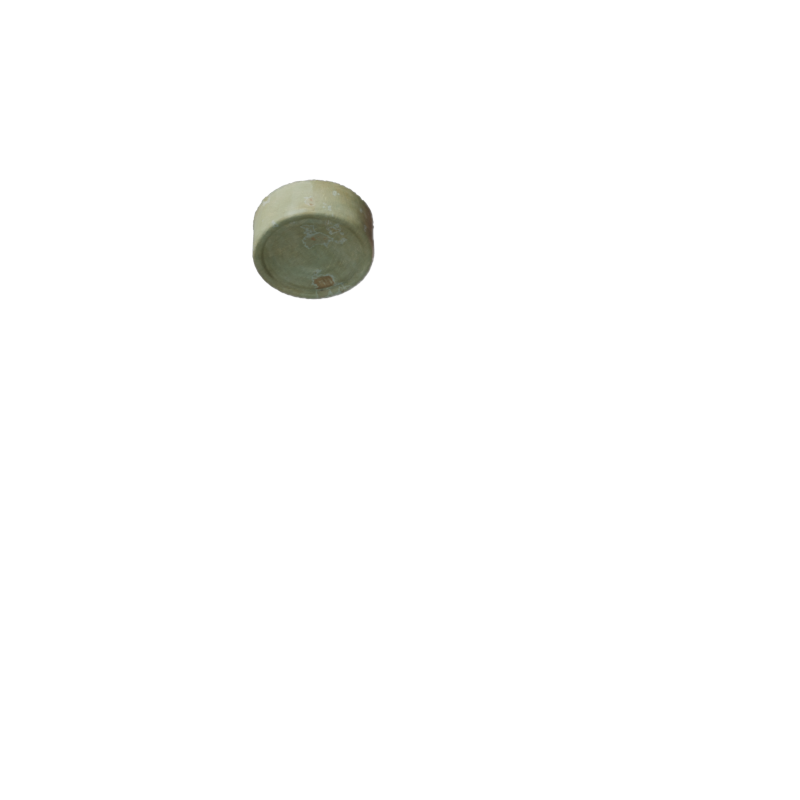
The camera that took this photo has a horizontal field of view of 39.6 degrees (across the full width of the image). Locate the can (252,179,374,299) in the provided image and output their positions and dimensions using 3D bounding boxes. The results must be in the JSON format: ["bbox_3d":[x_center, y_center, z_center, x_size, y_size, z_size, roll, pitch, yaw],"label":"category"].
[{"bbox_3d":[-0.061,-0.110,0.773,0.086,0.036,0.080,1,-44,-1],"label":"can"}]
